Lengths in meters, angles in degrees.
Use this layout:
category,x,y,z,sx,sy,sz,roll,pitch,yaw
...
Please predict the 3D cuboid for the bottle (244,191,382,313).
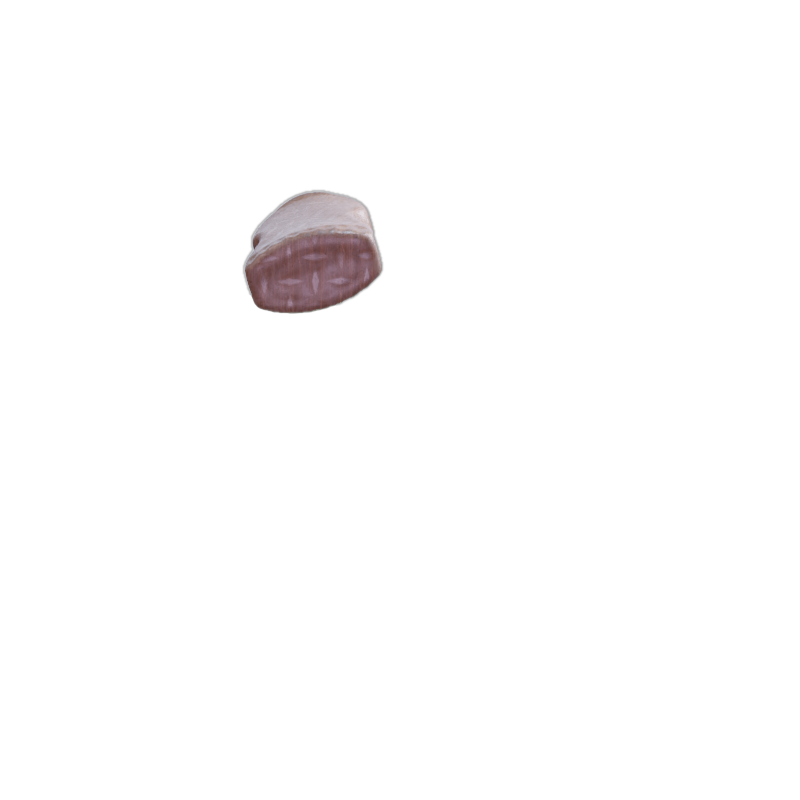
category,x,y,z,sx,sy,sz,roll,pitch,yaw
bottle,-0.068,-0.124,0.864,0.096,0.056,0.200,-17,21,3
